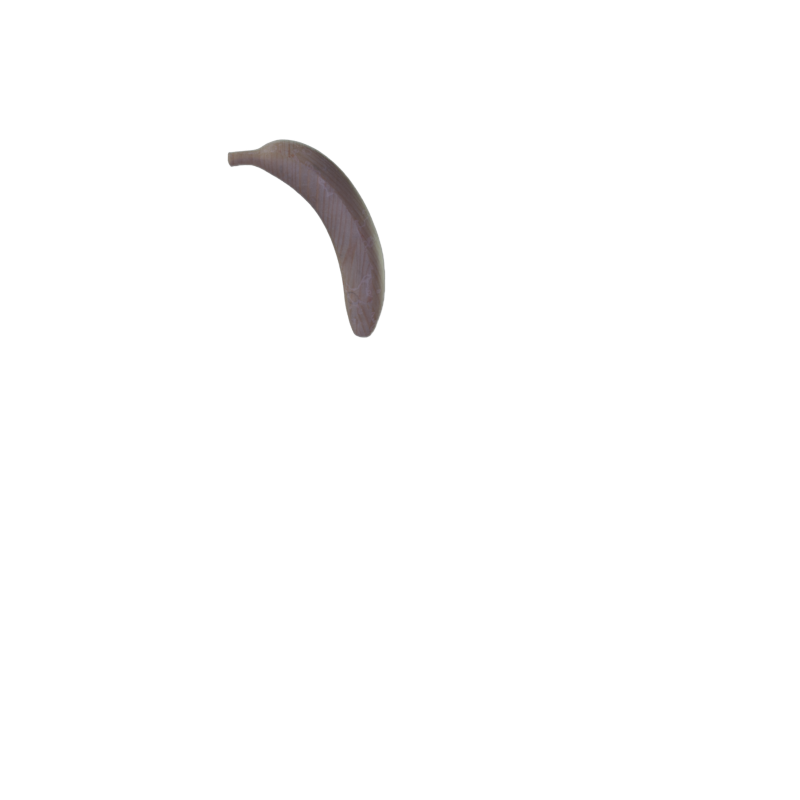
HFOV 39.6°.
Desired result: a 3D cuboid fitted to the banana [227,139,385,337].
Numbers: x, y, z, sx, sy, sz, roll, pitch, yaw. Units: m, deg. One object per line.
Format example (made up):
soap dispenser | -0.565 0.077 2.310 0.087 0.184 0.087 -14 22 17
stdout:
banana | -0.057 -0.140 0.891 0.069 0.188 0.039 -31 21 13
